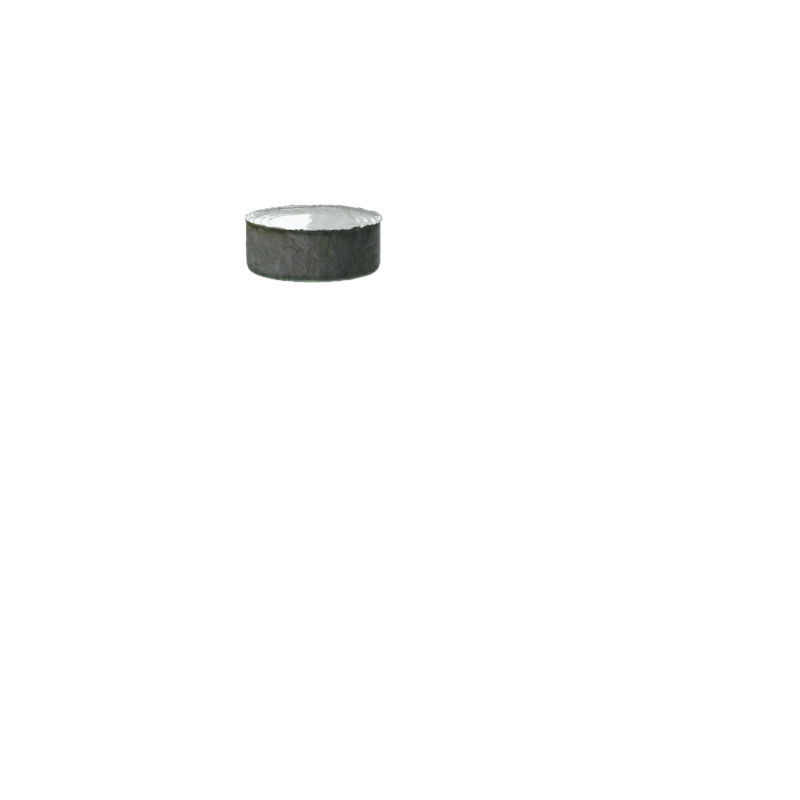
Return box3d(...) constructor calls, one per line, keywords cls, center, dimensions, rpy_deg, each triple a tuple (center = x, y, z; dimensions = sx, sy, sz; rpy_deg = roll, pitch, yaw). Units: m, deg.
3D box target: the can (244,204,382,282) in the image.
box3d(cls="can", center=(-0.054, -0.099, 0.694), dimensions=(0.086, 0.032, 0.089), rpy_deg=(-1, 18, -2))
